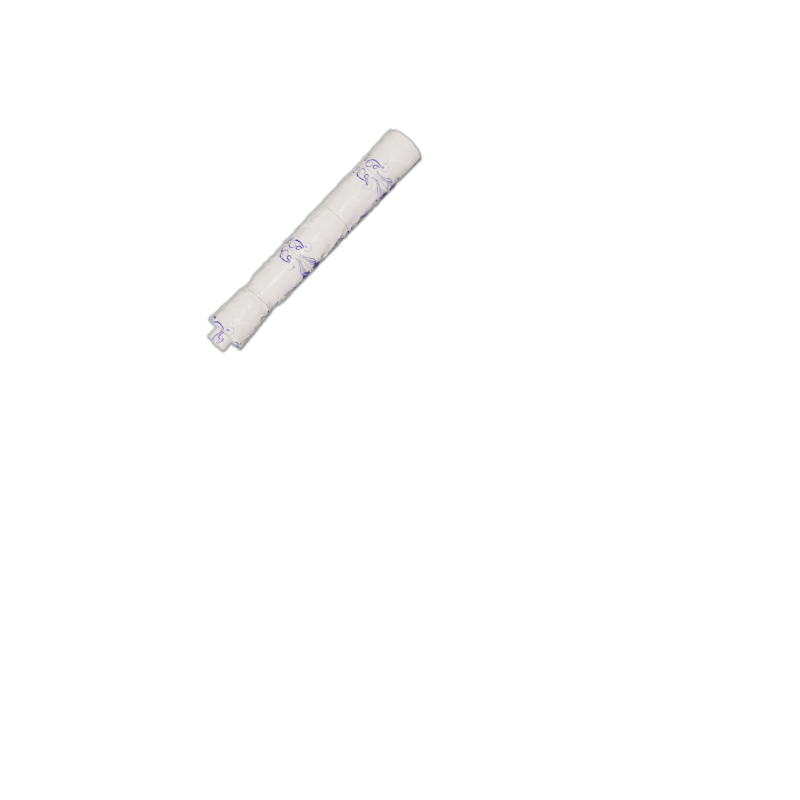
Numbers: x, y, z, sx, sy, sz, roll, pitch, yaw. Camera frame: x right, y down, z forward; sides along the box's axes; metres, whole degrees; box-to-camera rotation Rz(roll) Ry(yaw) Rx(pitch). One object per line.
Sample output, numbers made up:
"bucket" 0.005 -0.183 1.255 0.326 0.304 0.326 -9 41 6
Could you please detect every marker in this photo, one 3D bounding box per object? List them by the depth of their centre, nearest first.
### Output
"marker" -0.037 -0.068 0.474 0.020 0.122 0.019 41 -11 6
